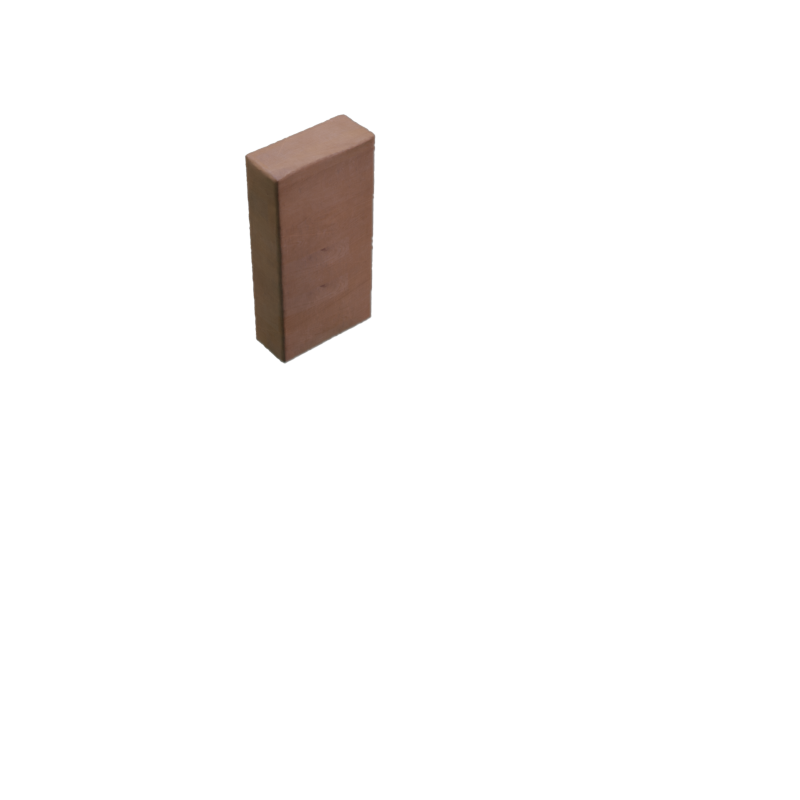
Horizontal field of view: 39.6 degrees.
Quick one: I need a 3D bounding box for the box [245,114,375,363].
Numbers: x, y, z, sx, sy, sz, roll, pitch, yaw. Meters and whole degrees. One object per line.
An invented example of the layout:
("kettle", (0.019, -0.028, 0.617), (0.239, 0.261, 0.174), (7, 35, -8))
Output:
("box", (-0.066, -0.120, 0.842), (0.093, 0.164, 0.051), (-29, 52, -30))
